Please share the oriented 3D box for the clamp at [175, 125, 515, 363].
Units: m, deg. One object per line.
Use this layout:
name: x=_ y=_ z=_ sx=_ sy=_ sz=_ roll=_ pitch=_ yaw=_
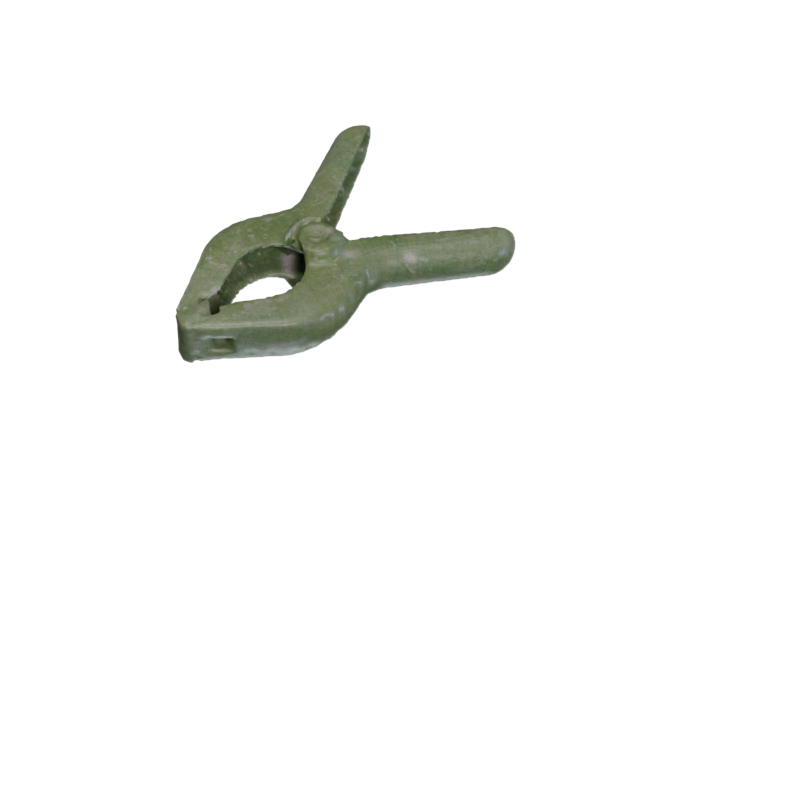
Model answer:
clamp: x=-0.043 y=-0.078 z=0.549 sx=0.170 sy=0.036 sz=0.130 roll=-24 pitch=49 yaw=-24
